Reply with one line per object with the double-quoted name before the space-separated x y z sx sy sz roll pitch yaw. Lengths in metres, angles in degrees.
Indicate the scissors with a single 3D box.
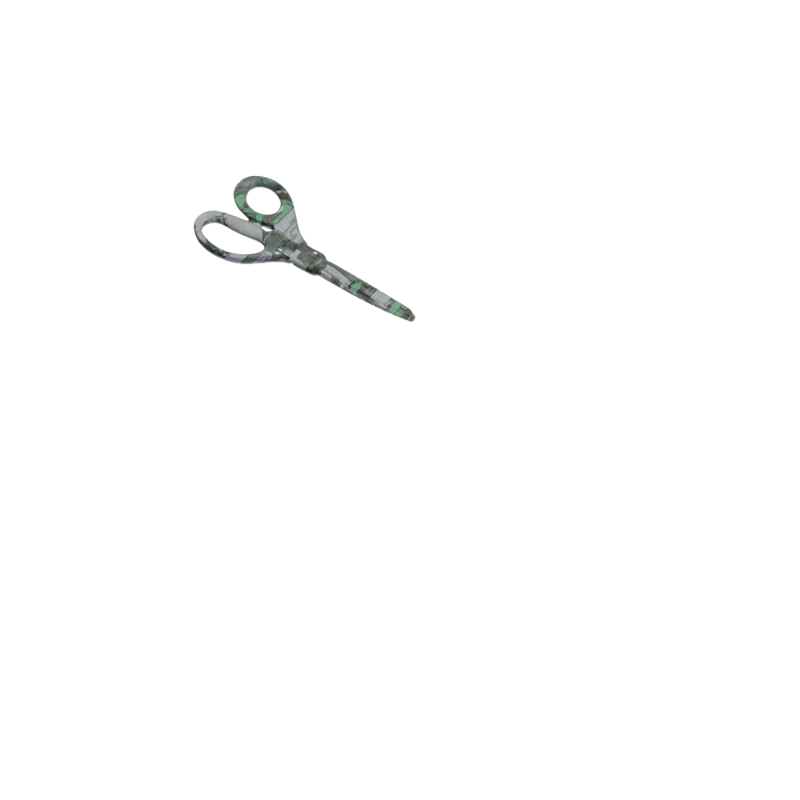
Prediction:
"scissors" -0.073 -0.133 0.932 0.205 0.101 0.015 16 -29 9
